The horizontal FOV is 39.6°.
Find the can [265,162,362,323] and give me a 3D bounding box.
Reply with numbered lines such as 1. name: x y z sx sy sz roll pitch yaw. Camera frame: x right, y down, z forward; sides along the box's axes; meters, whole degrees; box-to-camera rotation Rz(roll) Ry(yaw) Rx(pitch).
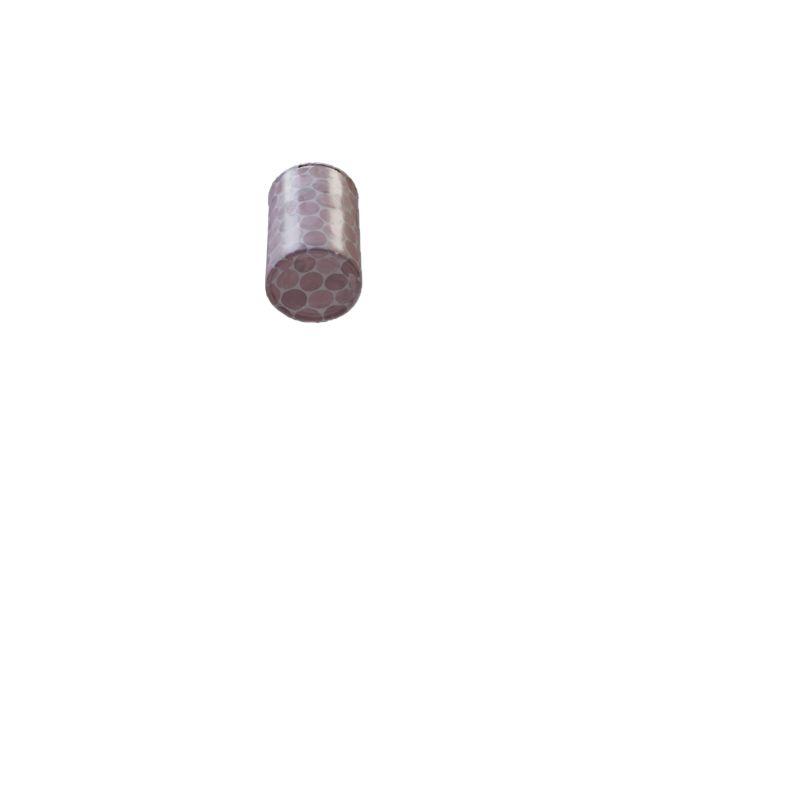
1. can: -0.062 -0.112 0.786 0.068 0.064 0.110 -1 42 -3
